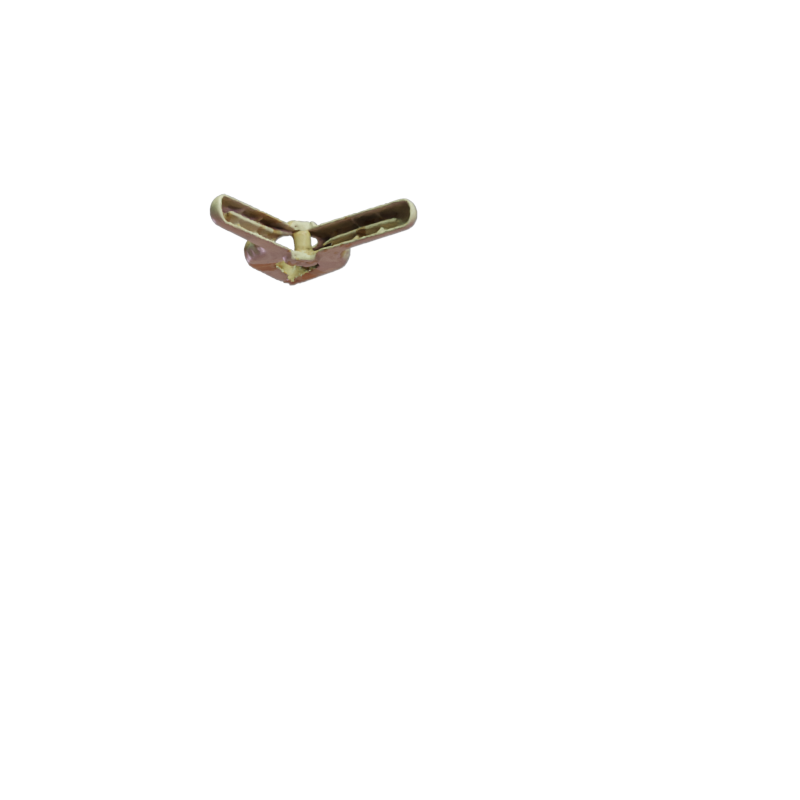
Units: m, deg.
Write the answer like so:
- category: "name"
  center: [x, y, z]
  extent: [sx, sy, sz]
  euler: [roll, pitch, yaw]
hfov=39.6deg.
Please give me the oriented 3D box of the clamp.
- category: "clamp"
  center: [-0.075, -0.137, 0.959]
  extent: [0.164, 0.037, 0.204]
  euler: [0, -8, -3]
